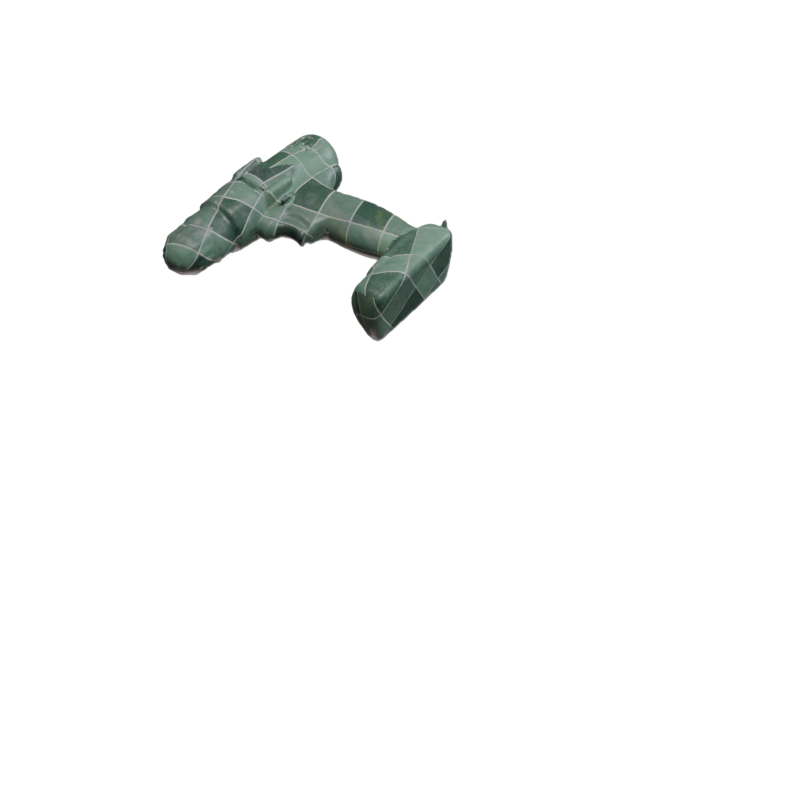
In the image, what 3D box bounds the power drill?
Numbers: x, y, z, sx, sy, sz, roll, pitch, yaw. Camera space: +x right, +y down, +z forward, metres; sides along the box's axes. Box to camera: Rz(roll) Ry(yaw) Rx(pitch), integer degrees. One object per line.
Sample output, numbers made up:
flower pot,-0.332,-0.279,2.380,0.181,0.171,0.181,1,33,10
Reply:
power drill,-0.069,-0.125,0.877,0.198,0.053,0.187,33,57,24
